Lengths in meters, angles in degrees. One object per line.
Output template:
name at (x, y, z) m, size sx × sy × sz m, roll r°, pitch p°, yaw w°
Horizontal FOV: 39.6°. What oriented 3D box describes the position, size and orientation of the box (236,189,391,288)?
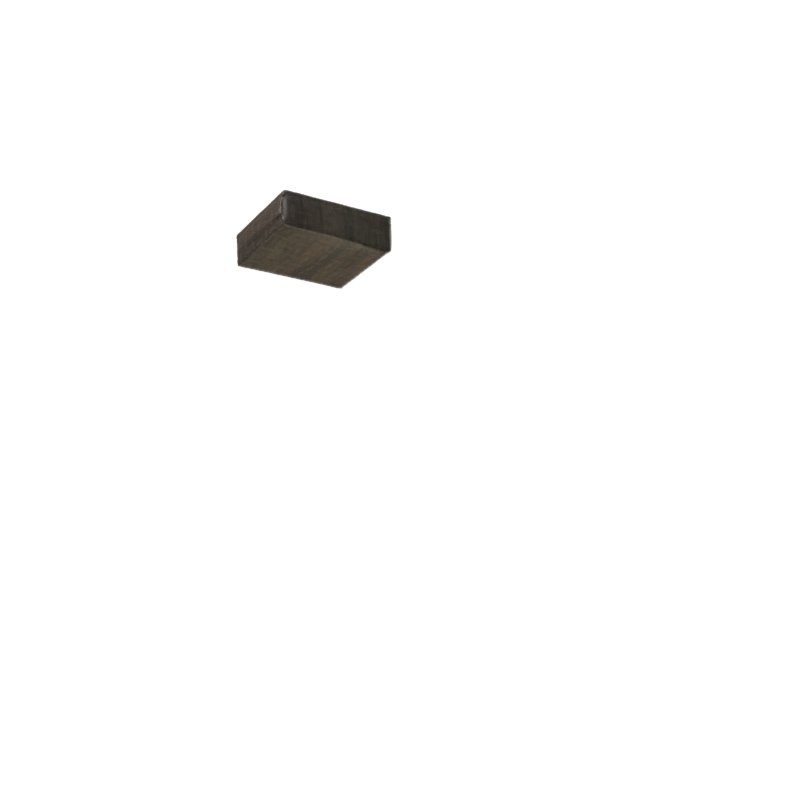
box at (-0.077, -0.141, 0.987) m, size 0.108 × 0.041 × 0.089 m, roll 13°, pitch -26°, yaw -29°
